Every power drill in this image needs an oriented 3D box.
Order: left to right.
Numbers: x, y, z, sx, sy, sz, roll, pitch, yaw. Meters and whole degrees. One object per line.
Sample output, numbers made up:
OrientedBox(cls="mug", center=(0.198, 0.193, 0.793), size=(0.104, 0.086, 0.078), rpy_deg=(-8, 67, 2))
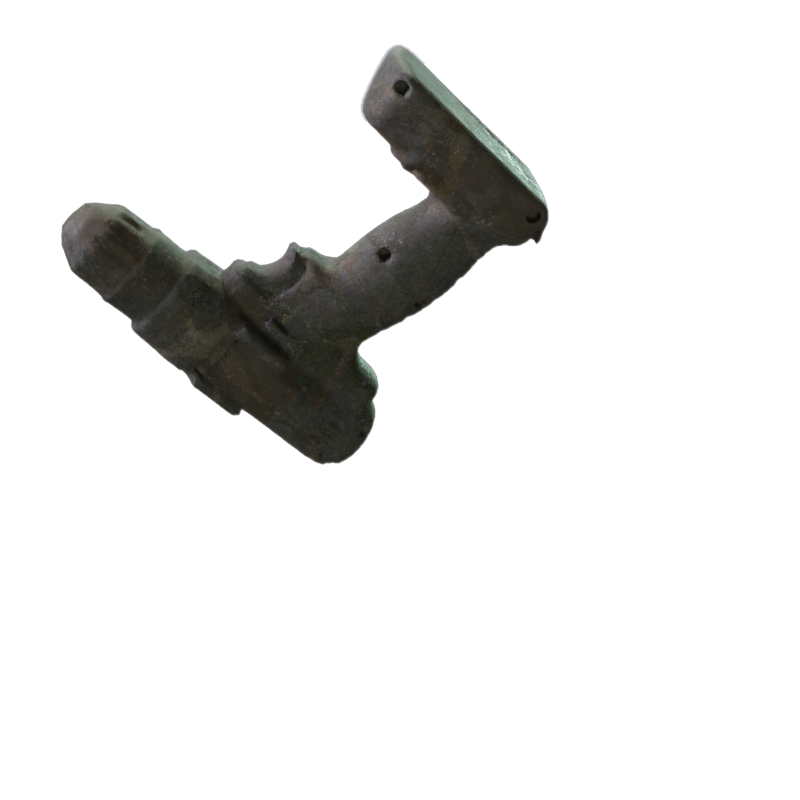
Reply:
OrientedBox(cls="power drill", center=(-0.041, -0.075, 0.523), size=(0.176, 0.185, 0.061), rpy_deg=(40, 22, -20))
